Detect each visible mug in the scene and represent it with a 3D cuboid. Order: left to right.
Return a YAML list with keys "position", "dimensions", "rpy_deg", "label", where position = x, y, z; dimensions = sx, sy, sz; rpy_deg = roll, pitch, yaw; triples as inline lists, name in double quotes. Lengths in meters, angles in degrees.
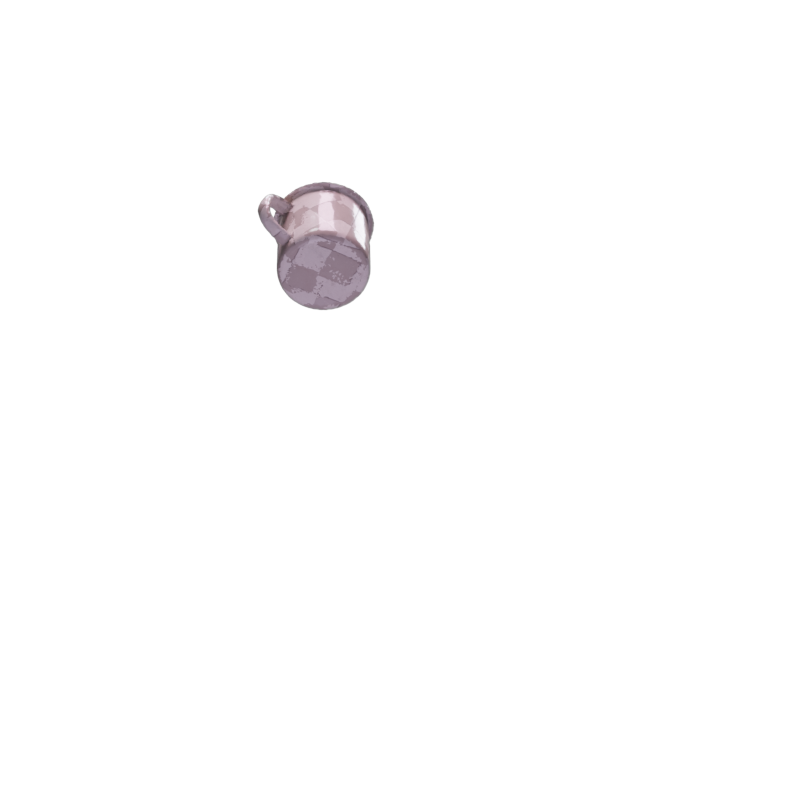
- position: [-0.077, -0.140, 0.982]
  dimensions: [0.111, 0.092, 0.087]
  rpy_deg: [36, 27, -24]
  label: "mug"
